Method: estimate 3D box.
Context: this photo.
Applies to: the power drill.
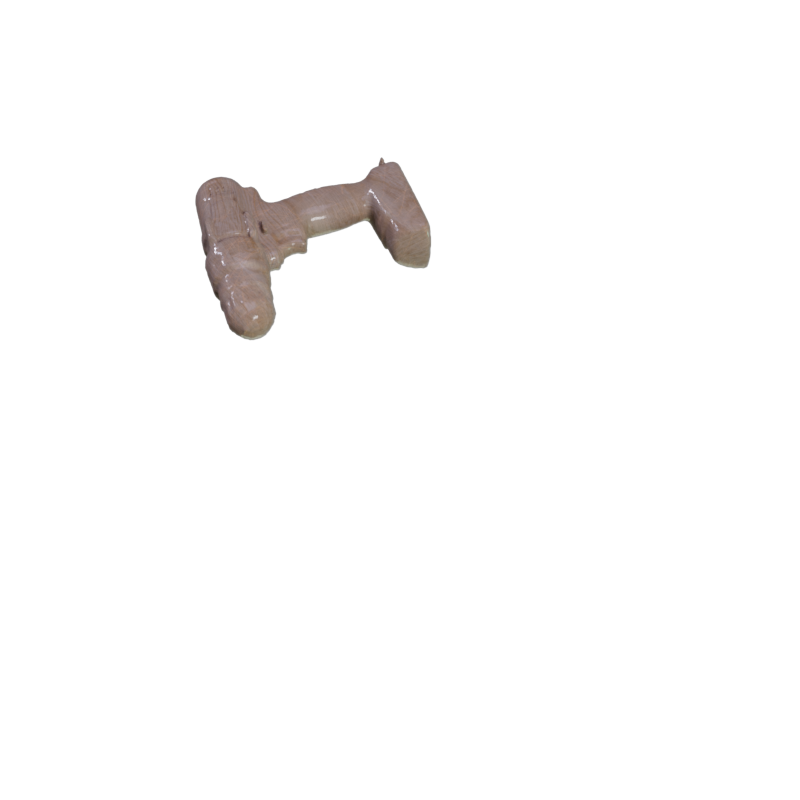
[{"bbox_3d":[-0.073,-0.134,0.937,0.186,0.200,0.053,-11,-43,-10],"label":"power drill"}]
